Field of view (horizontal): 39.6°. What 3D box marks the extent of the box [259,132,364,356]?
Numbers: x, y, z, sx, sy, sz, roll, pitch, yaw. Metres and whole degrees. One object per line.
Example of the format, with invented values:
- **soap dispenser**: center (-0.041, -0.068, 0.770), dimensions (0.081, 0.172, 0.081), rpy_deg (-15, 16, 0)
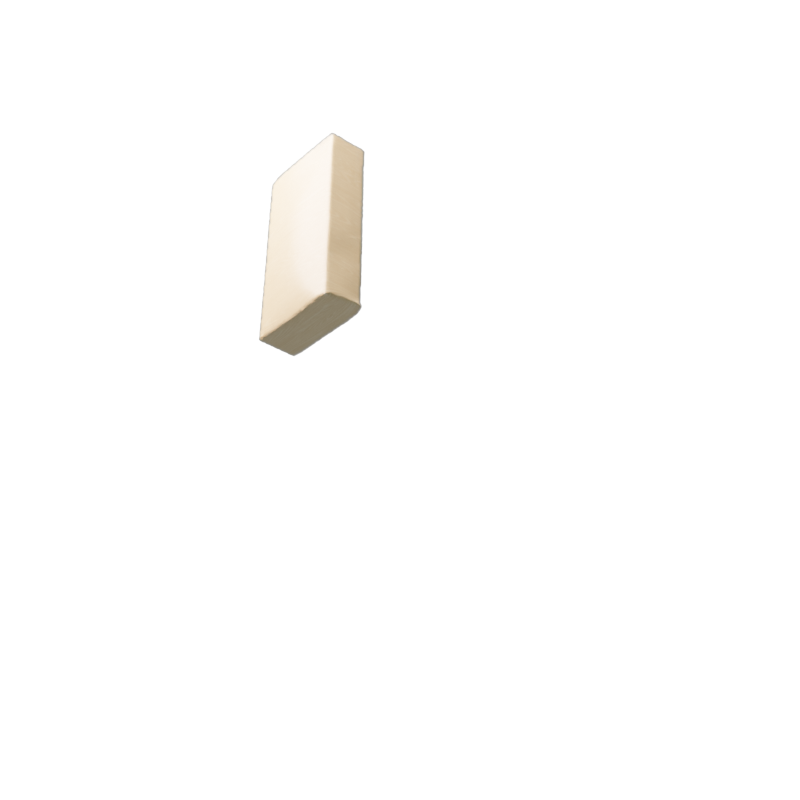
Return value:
- **box**: center (-0.075, -0.137, 0.957), dimensions (0.045, 0.189, 0.092), rpy_deg (25, -43, -34)
